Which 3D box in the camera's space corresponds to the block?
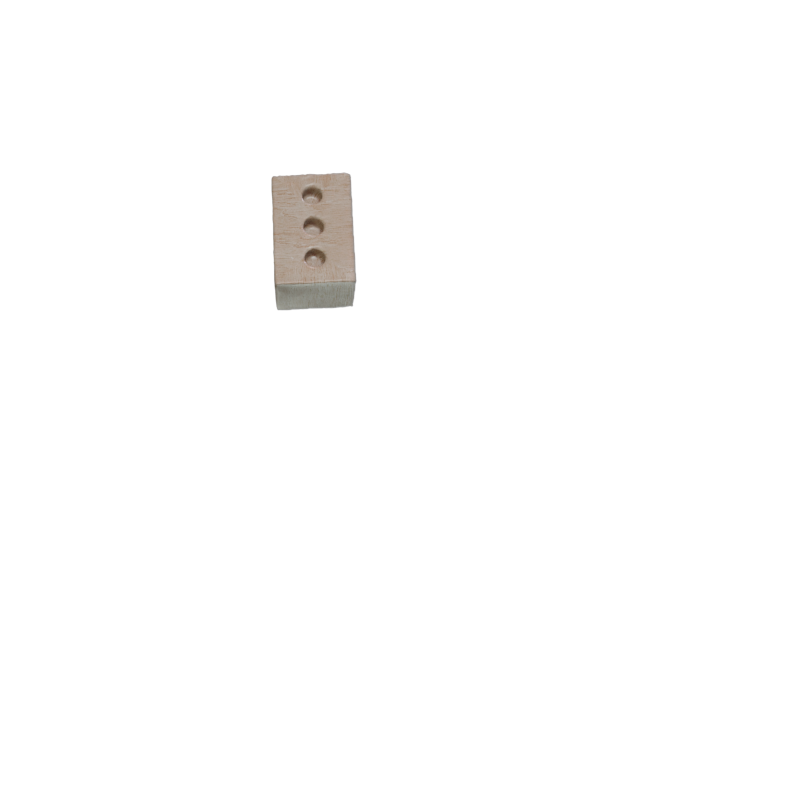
[{"bbox_3d":[-0.057,-0.103,0.723,0.053,0.082,0.049,-3,-21,-3],"label":"block"}]
